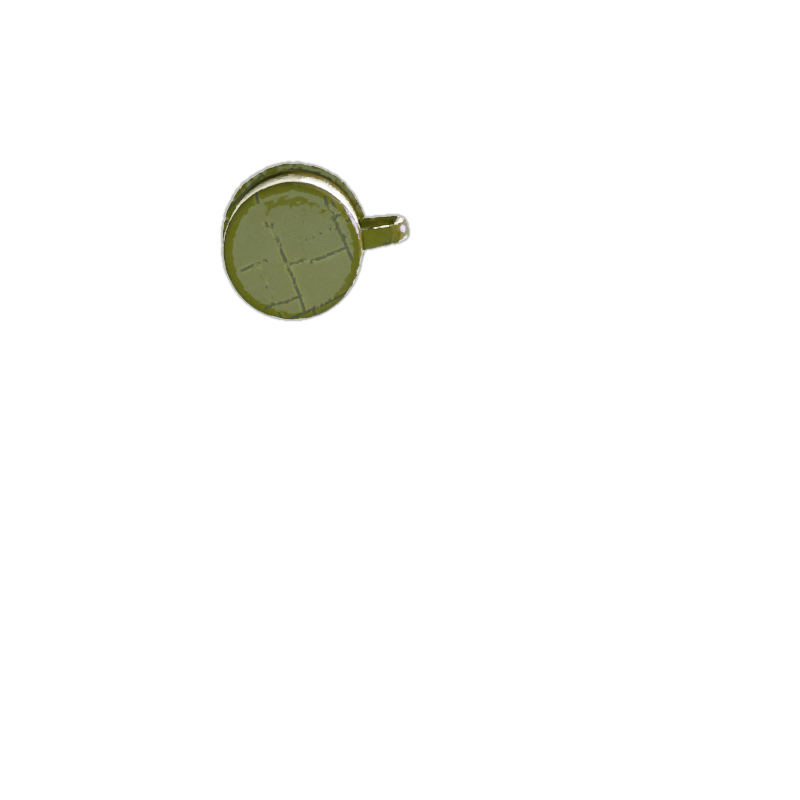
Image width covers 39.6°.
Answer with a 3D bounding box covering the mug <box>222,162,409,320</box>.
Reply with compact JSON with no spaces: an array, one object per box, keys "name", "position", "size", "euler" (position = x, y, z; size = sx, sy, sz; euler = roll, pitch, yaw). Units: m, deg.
[{"name":"mug","position":[-0.053,-0.096,0.672],"size":[0.117,0.091,0.084],"euler":[-5,12,-1]}]
